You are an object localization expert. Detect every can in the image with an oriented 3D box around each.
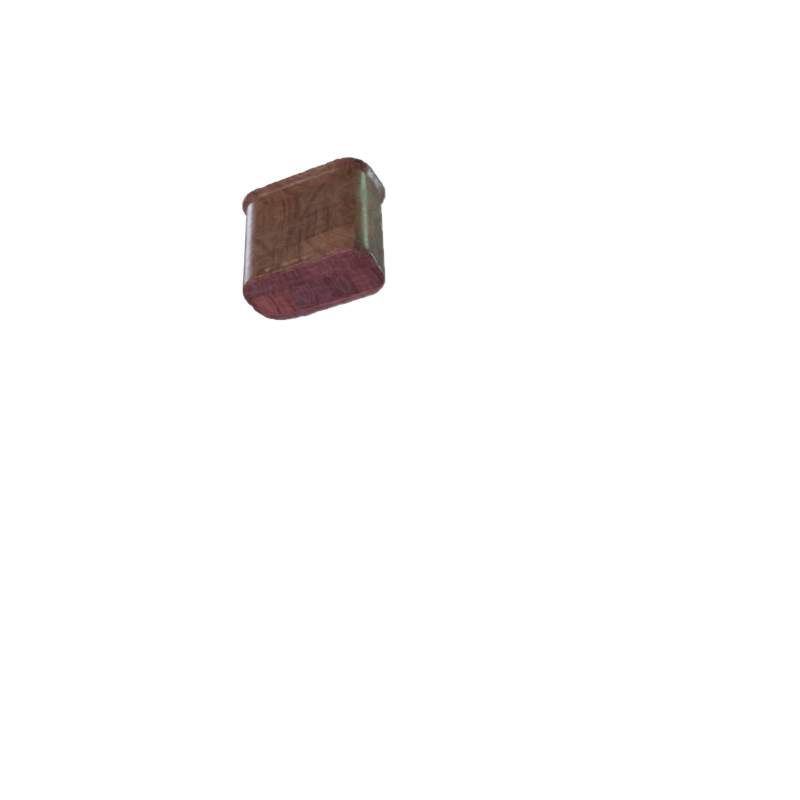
[{"bbox_3d":[-0.060,-0.110,0.770,0.103,0.090,0.053,-17,-40,19],"label":"can"}]
